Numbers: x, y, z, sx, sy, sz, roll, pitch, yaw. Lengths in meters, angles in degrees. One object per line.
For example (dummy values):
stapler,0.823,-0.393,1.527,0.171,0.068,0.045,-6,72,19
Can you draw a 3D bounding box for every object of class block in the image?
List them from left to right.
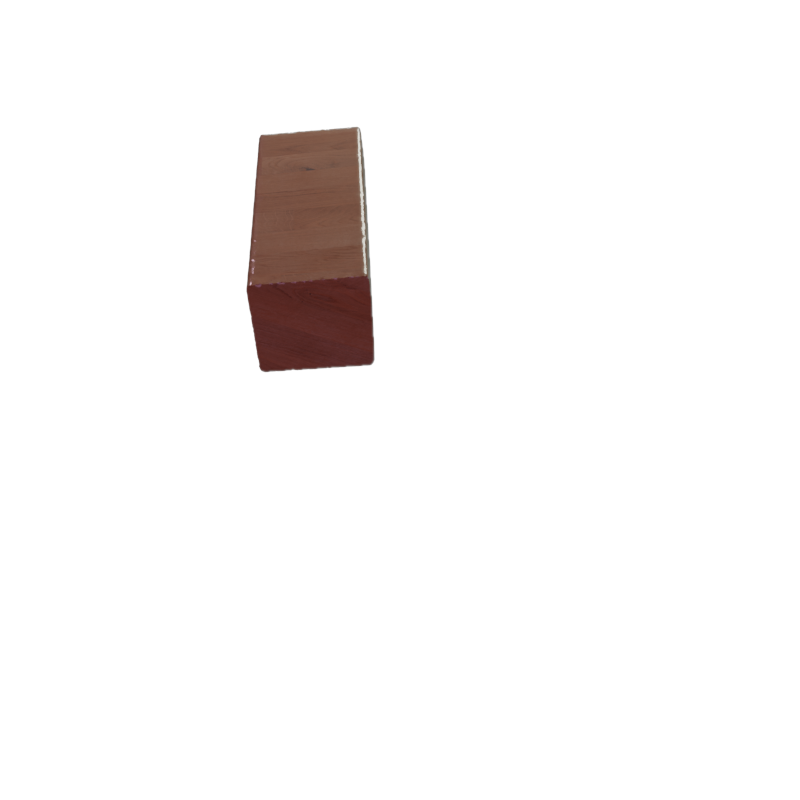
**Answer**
block,-0.070,-0.128,0.901,0.091,0.084,0.221,-5,42,0
